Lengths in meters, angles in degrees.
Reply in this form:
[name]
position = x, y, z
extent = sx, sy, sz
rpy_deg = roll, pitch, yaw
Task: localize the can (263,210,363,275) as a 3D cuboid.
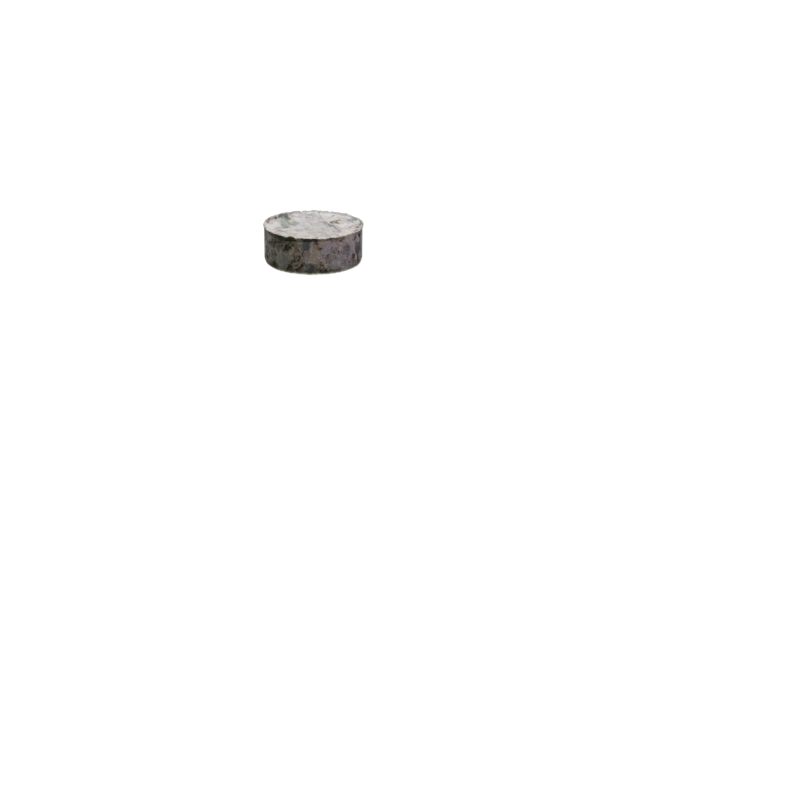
[can]
position = -0.074, -0.136, 0.951
extent = 0.086, 0.032, 0.090
rpy_deg = -1, 23, -2
